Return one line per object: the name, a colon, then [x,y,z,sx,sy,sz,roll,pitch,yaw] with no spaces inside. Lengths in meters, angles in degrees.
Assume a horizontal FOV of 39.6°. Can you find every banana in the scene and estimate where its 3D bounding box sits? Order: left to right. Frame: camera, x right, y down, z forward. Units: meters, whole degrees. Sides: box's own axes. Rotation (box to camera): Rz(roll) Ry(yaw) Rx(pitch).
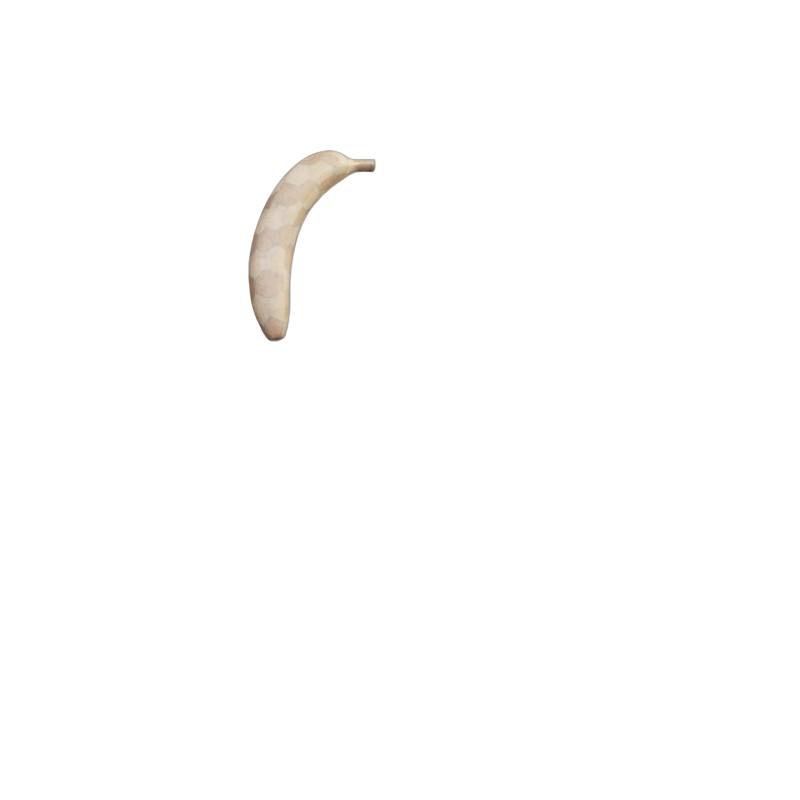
banana: [-0.089,-0.146,0.953,0.071,0.204,0.035,22,-23,9]
